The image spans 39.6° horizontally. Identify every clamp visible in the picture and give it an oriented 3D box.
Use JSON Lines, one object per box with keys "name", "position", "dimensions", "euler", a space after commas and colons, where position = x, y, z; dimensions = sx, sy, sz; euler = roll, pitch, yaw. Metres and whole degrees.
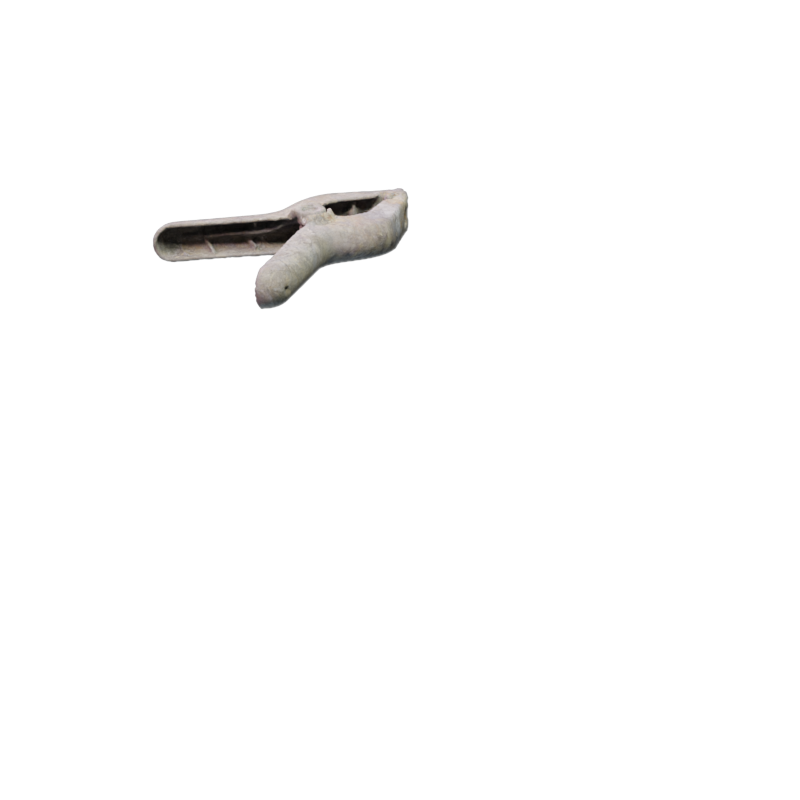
{"name": "clamp", "position": [-0.054, -0.098, 0.689], "dimensions": [0.169, 0.037, 0.129], "euler": [-19, 37, -27]}
